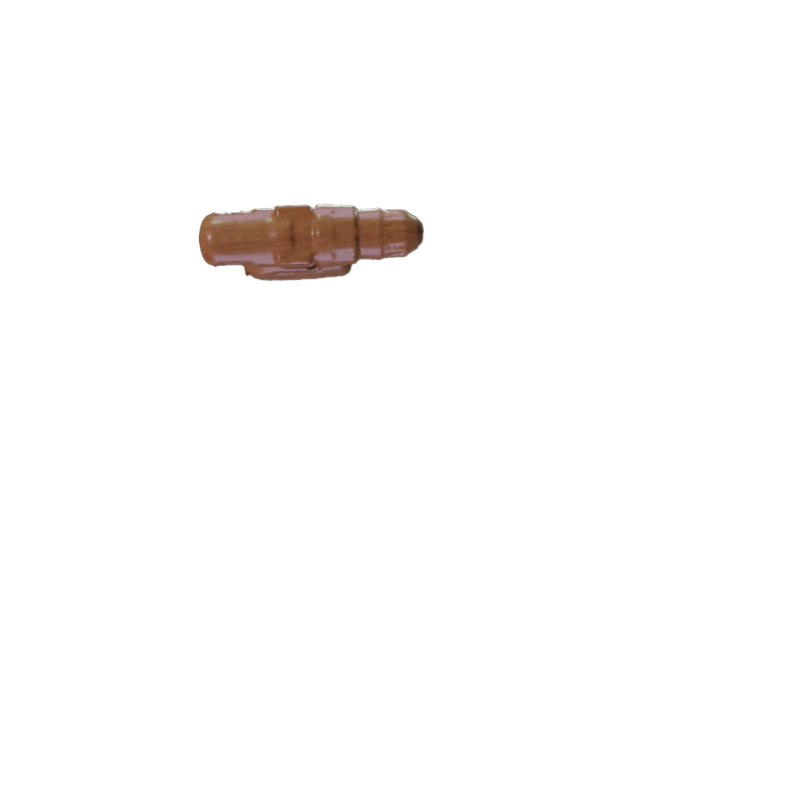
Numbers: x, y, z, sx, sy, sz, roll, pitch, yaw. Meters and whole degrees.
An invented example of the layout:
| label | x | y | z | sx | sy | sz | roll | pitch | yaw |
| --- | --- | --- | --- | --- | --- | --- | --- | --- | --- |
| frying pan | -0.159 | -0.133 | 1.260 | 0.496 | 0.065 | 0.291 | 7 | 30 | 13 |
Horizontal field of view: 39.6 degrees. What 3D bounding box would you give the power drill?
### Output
| label | x | y | z | sx | sy | sz | roll | pitch | yaw |
| --- | --- | --- | --- | --- | --- | --- | --- | --- | --- |
| power drill | -0.077 | -0.140 | 0.979 | 0.184 | 0.058 | 0.187 | 0 | 1 | -1 |
